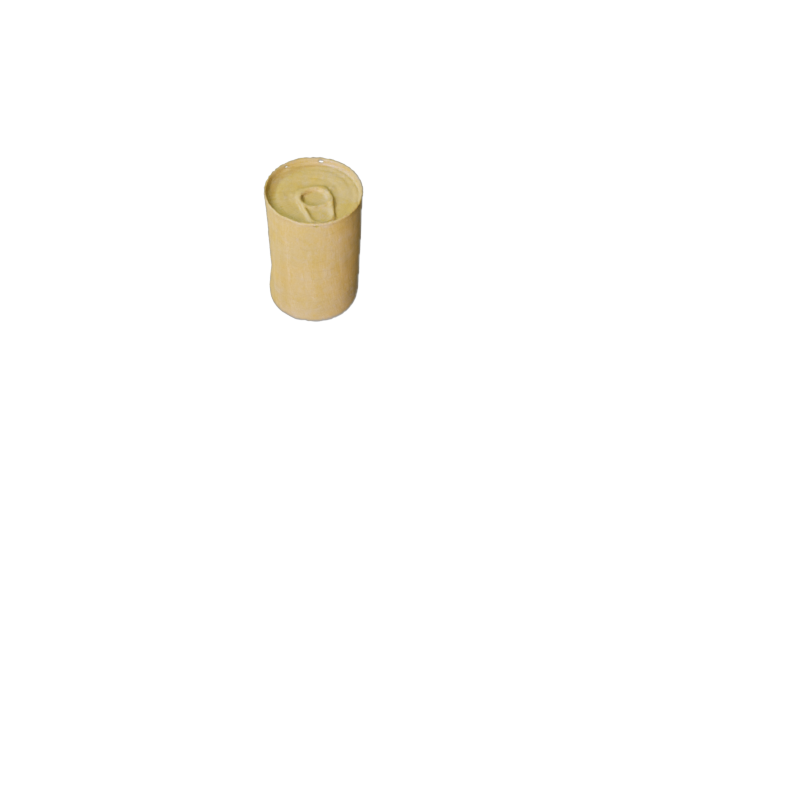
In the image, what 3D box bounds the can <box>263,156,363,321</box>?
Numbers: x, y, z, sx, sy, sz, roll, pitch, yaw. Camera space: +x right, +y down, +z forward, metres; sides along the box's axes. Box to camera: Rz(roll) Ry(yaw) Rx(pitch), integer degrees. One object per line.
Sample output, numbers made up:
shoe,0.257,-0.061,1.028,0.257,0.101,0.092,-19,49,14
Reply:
can,-0.062,-0.113,0.790,0.068,0.074,0.095,0,-41,-3
